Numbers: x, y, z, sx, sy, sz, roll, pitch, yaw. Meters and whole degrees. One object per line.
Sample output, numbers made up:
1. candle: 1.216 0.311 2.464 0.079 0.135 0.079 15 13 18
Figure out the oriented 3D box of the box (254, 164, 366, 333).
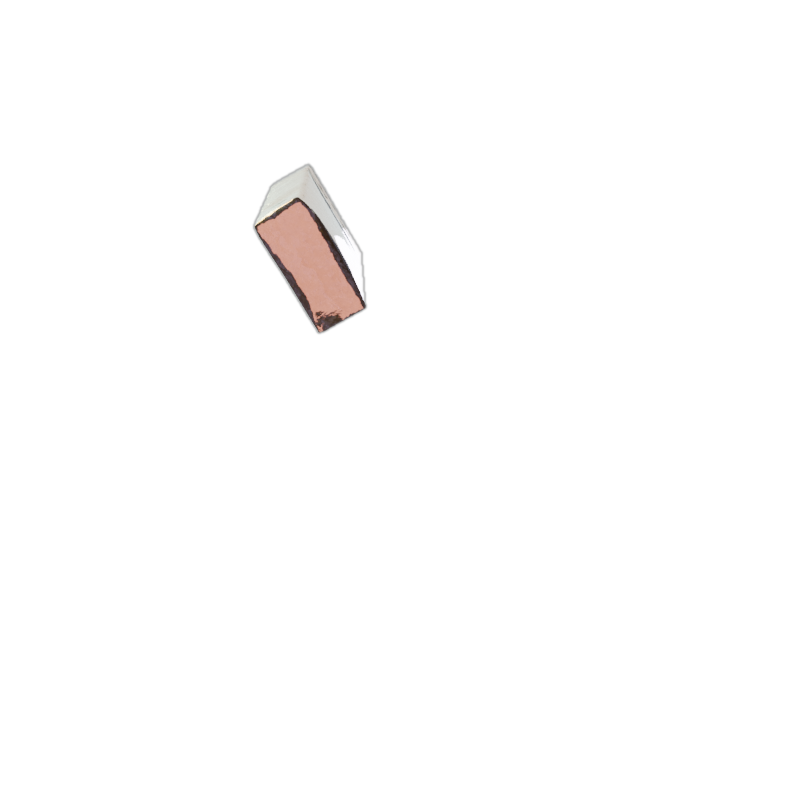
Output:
1. box: -0.067 -0.121 0.850 0.048 0.090 0.182 -30 16 5
